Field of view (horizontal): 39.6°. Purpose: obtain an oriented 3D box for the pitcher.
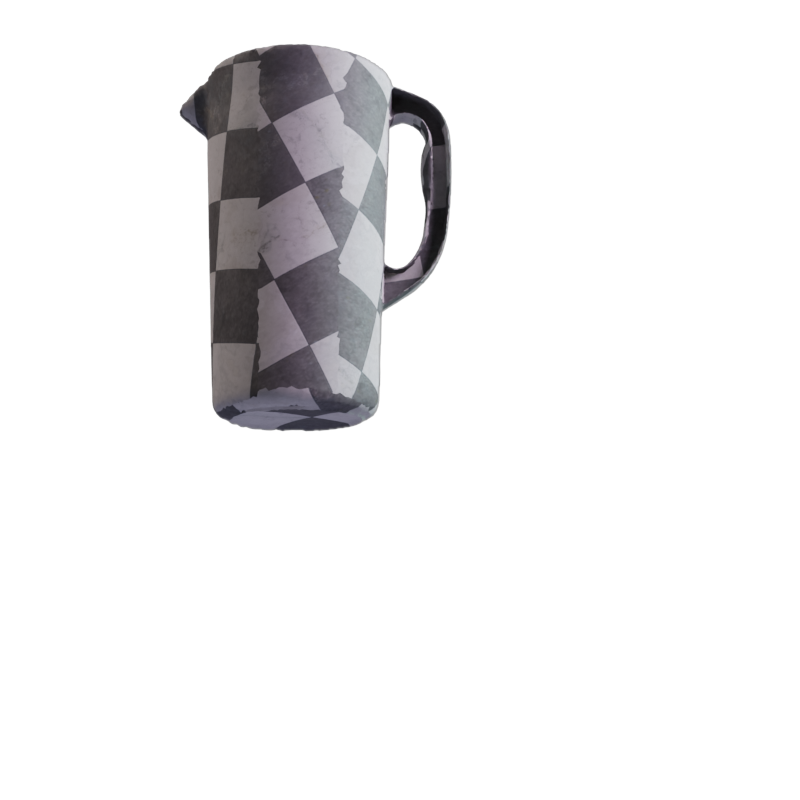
[{"bbox_3d":[-0.059,-0.107,0.750,0.152,0.253,0.137,-14,-21,39],"label":"pitcher"}]
